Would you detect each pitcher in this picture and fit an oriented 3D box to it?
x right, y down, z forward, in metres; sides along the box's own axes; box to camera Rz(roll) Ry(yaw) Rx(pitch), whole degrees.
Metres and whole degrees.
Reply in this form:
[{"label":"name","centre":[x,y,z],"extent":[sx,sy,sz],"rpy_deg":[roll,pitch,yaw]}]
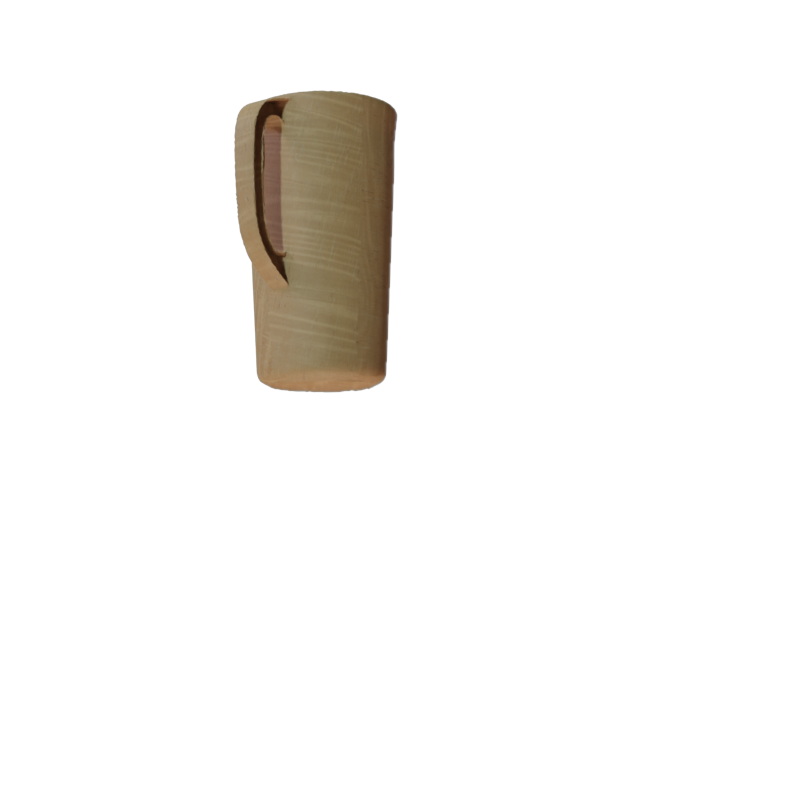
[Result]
[{"label":"pitcher","centre":[-0.073,-0.134,0.938],"extent":[0.147,0.251,0.143],"rpy_deg":[2,-12,-12]}]
